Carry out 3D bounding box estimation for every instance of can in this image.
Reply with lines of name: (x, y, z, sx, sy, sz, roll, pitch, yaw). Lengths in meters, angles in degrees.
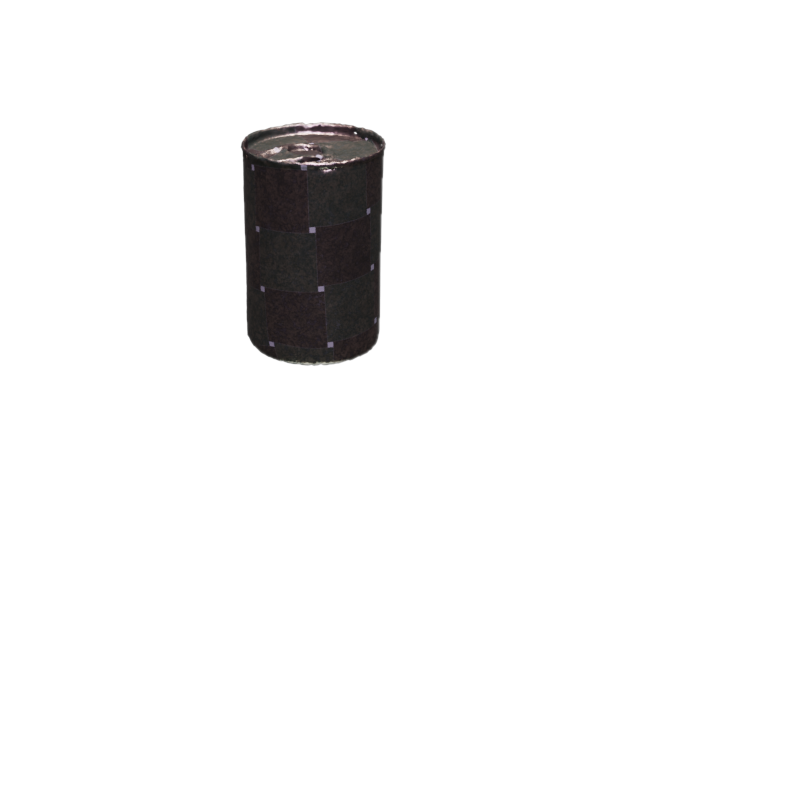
can: (-0.042, -0.077, 0.539, 0.068, 0.097, 0.072, 0, 25, -2)
